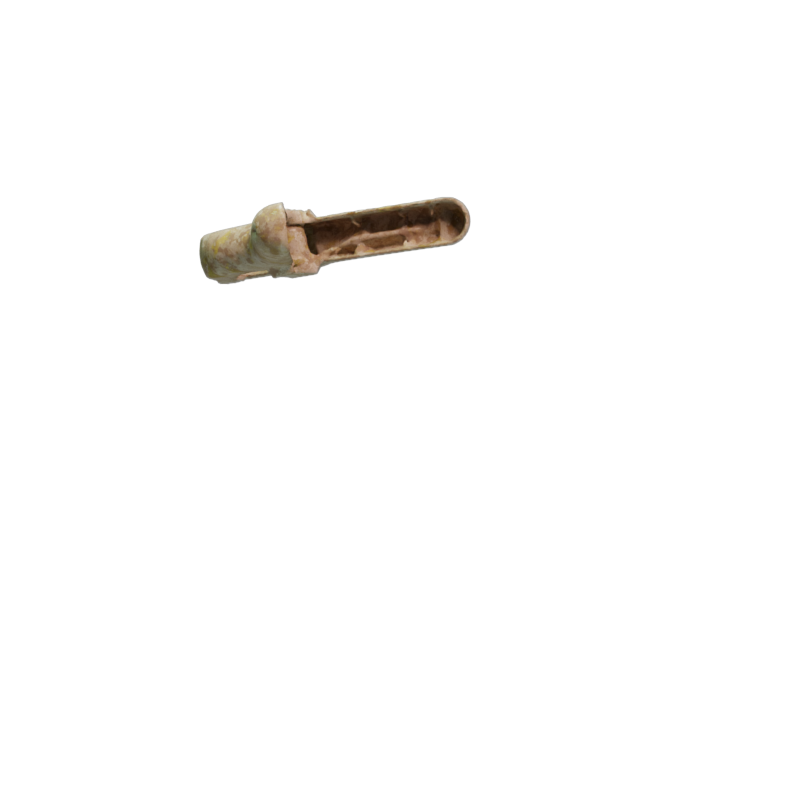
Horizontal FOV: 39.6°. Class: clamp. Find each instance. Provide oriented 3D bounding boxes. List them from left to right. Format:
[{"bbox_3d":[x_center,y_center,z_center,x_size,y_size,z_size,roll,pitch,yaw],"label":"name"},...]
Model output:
[{"bbox_3d":[-0.047,-0.085,0.594,0.116,0.039,0.176,-1,3,-26],"label":"clamp"}]
